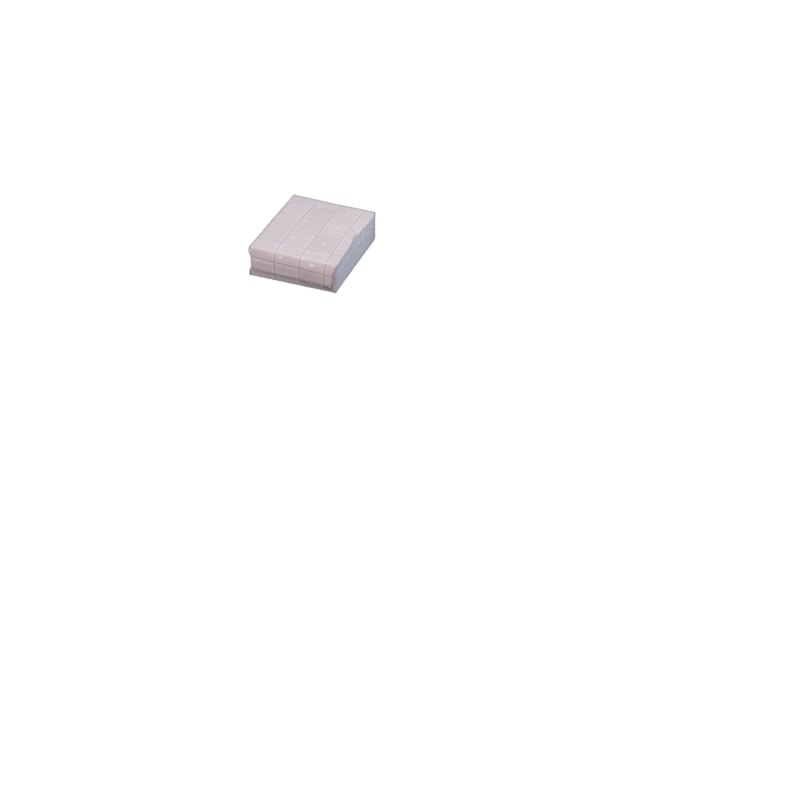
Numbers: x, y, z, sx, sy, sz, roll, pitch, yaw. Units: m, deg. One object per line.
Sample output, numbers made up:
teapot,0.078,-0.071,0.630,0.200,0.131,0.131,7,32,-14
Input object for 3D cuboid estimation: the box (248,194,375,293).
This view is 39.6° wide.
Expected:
box,-0.068,-0.124,0.868,0.075,0.028,0.092,13,39,16
